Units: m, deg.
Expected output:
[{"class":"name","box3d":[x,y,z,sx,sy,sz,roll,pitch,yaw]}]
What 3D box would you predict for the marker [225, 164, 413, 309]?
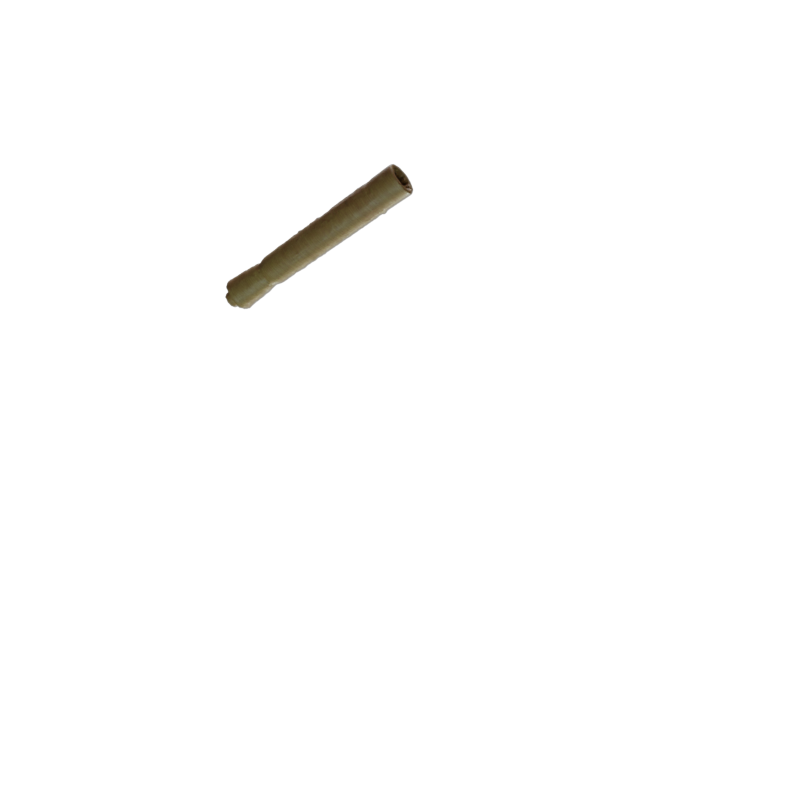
[{"class":"marker","box3d":[-0.046,-0.084,0.588,0.120,0.020,0.019,-32,-10,23]}]
